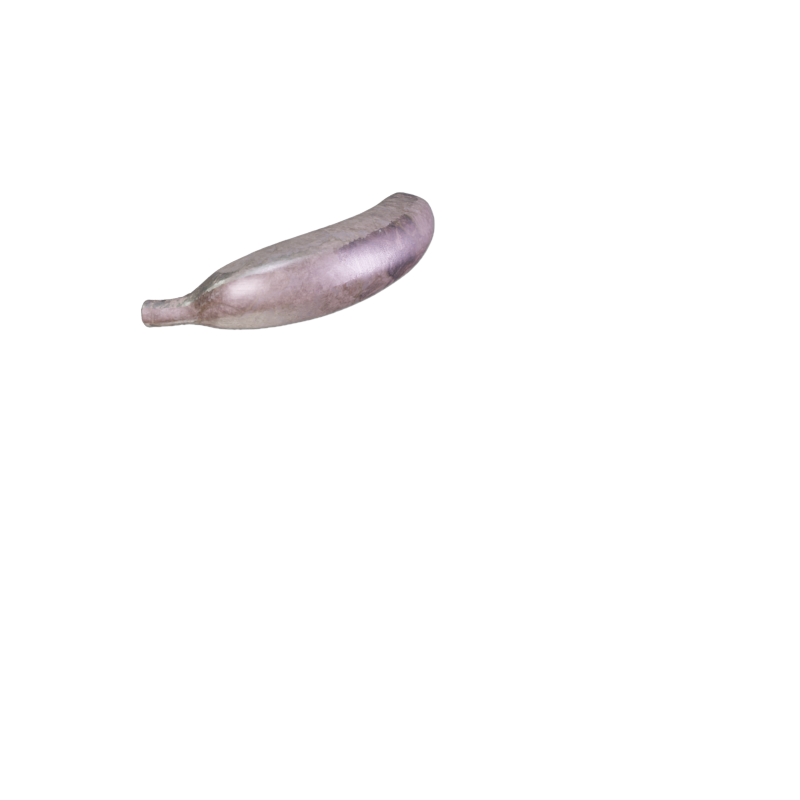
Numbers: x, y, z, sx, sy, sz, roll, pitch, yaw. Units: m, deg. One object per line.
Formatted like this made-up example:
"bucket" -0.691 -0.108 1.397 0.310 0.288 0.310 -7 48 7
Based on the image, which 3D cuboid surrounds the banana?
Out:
"banana" -0.030 -0.071 0.530 0.073 0.035 0.196 17 29 33
